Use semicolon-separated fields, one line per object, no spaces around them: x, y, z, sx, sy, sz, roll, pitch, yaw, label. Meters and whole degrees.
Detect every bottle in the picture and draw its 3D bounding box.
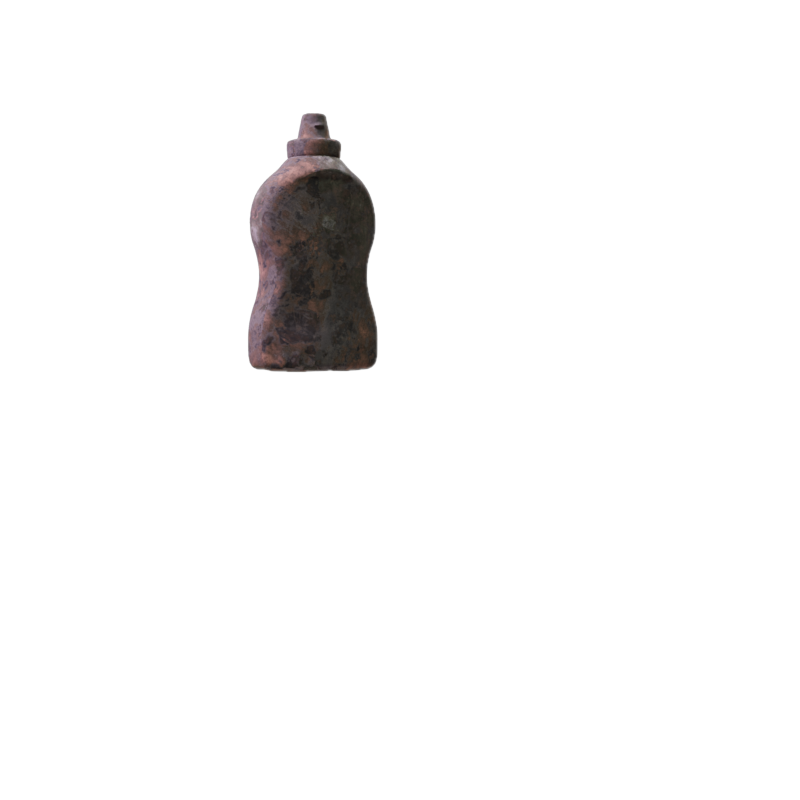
-0.065;-0.119;0.830;0.093;0.193;0.060;1;-3;-24;bottle
